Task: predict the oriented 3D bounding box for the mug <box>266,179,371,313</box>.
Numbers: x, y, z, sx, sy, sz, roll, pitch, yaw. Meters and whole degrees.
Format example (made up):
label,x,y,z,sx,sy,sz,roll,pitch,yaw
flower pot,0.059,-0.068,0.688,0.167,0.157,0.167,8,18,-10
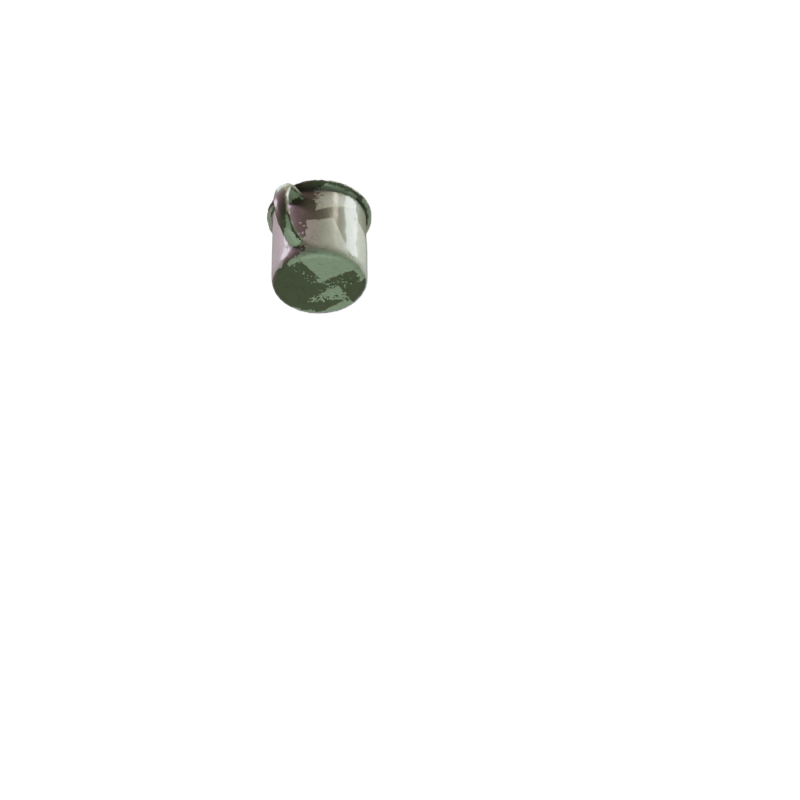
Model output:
label,x,y,z,sx,sy,sz,roll,pitch,yaw
mug,-0.074,-0.135,0.948,0.094,0.087,0.108,-17,-42,18
